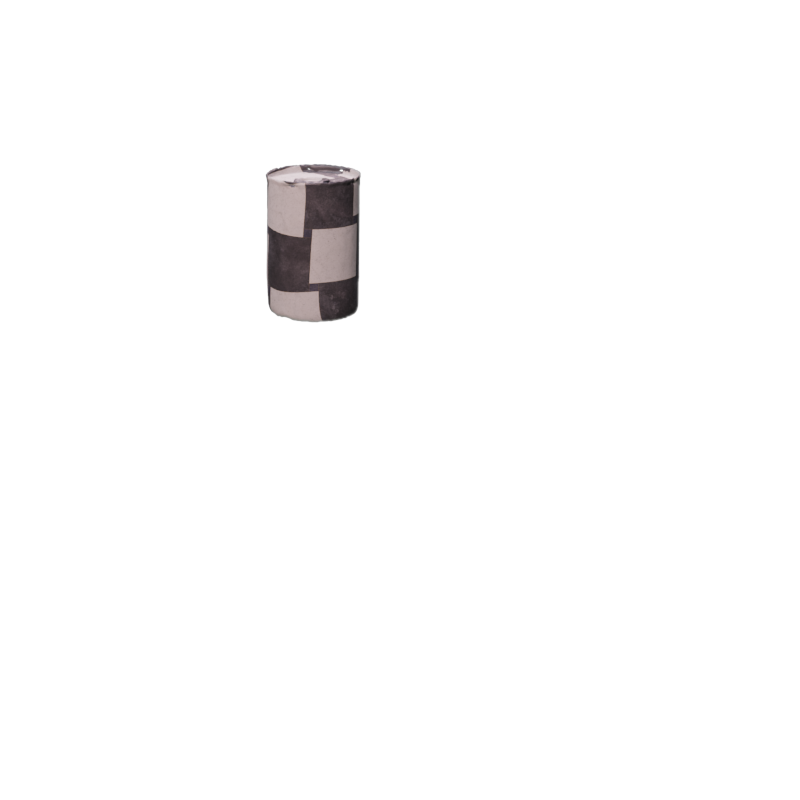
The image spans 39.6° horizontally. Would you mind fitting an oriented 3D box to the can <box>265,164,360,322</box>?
[{"bbox_3d":[-0.063,-0.115,0.804,0.068,0.099,0.071,0,17,-2],"label":"can"}]
